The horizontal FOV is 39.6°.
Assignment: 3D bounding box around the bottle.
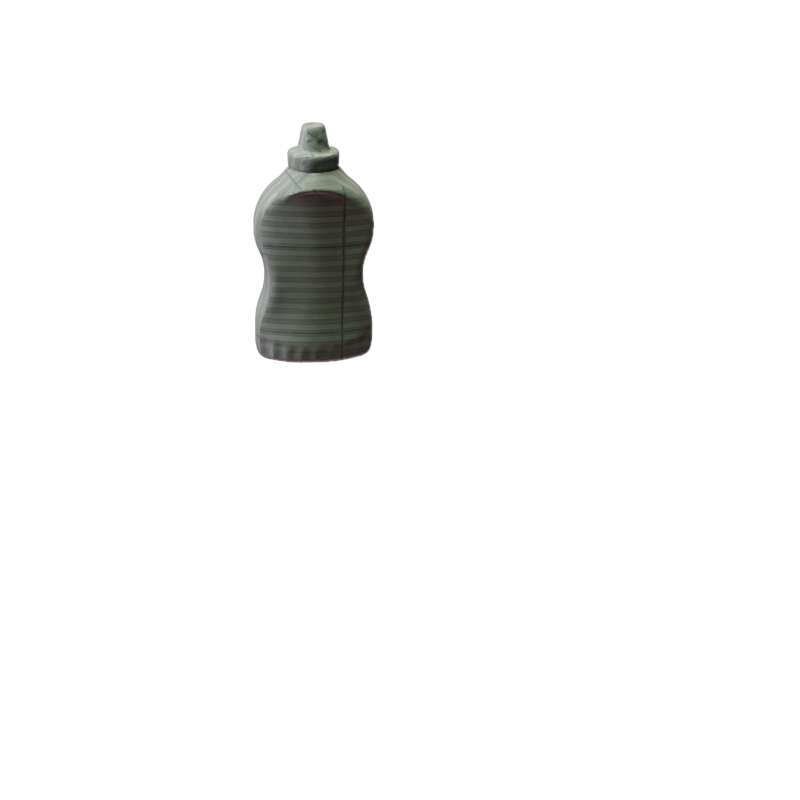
[{"bbox_3d":[-0.070,-0.127,0.889,0.096,0.183,0.061,0,21,-4],"label":"bottle"}]
